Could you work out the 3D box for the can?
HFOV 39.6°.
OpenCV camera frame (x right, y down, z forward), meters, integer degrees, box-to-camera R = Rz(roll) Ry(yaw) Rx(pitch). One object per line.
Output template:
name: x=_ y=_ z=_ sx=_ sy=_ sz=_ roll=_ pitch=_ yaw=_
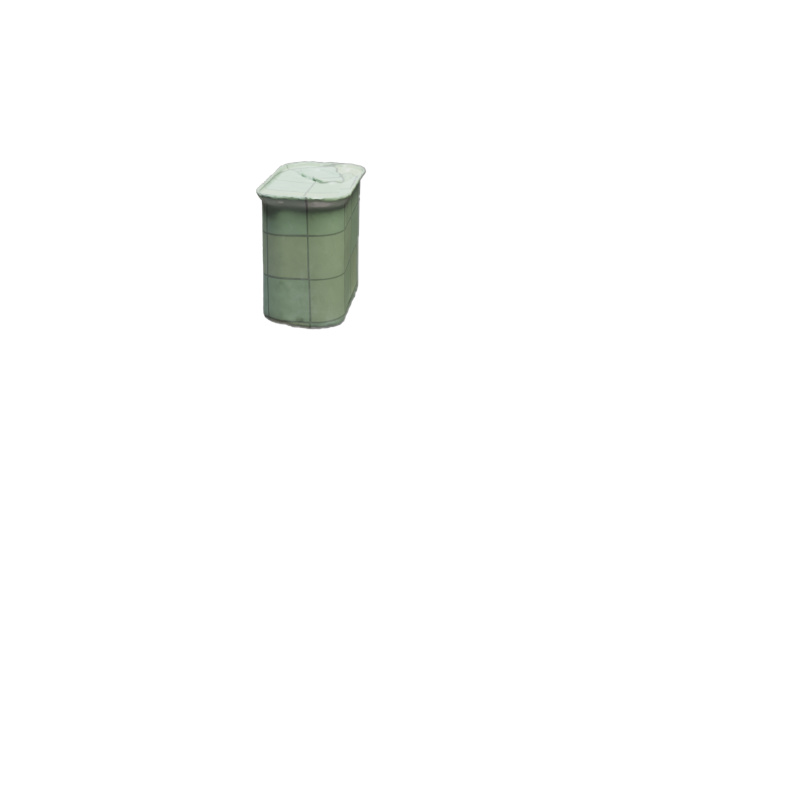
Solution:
can: x=-0.055 y=-0.101 z=0.706 sx=0.058 sy=0.080 sz=0.105 roll=3 pitch=21 yaw=6
